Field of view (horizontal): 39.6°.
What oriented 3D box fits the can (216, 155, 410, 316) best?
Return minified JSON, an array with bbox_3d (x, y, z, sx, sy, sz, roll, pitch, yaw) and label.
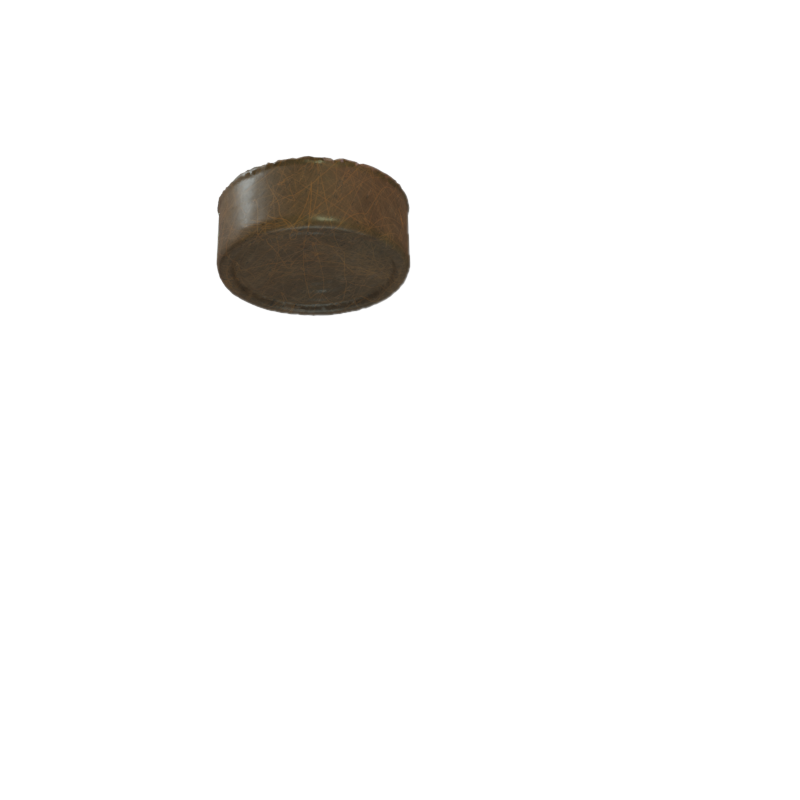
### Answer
[{"bbox_3d":[-0.038,-0.070,0.489,0.086,0.036,0.081,1,-24,-2],"label":"can"}]
